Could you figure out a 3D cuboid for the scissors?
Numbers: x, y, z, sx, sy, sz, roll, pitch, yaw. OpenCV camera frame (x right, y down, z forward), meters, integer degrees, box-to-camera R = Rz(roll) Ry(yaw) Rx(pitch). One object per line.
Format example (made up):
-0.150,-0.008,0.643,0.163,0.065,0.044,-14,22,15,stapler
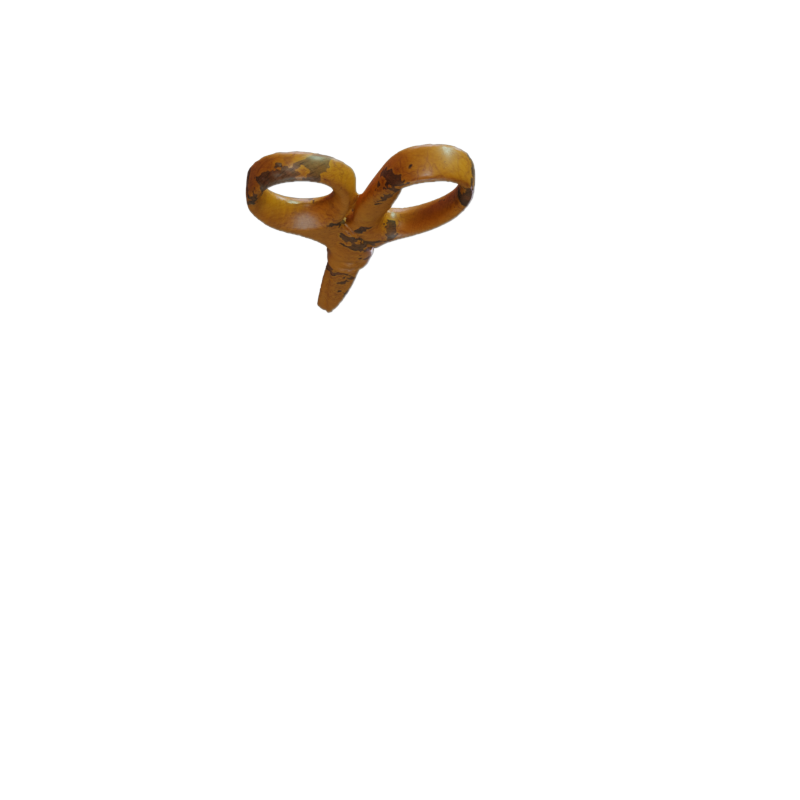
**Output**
-0.038,-0.069,0.485,0.093,0.016,0.201,5,-13,-24,scissors
